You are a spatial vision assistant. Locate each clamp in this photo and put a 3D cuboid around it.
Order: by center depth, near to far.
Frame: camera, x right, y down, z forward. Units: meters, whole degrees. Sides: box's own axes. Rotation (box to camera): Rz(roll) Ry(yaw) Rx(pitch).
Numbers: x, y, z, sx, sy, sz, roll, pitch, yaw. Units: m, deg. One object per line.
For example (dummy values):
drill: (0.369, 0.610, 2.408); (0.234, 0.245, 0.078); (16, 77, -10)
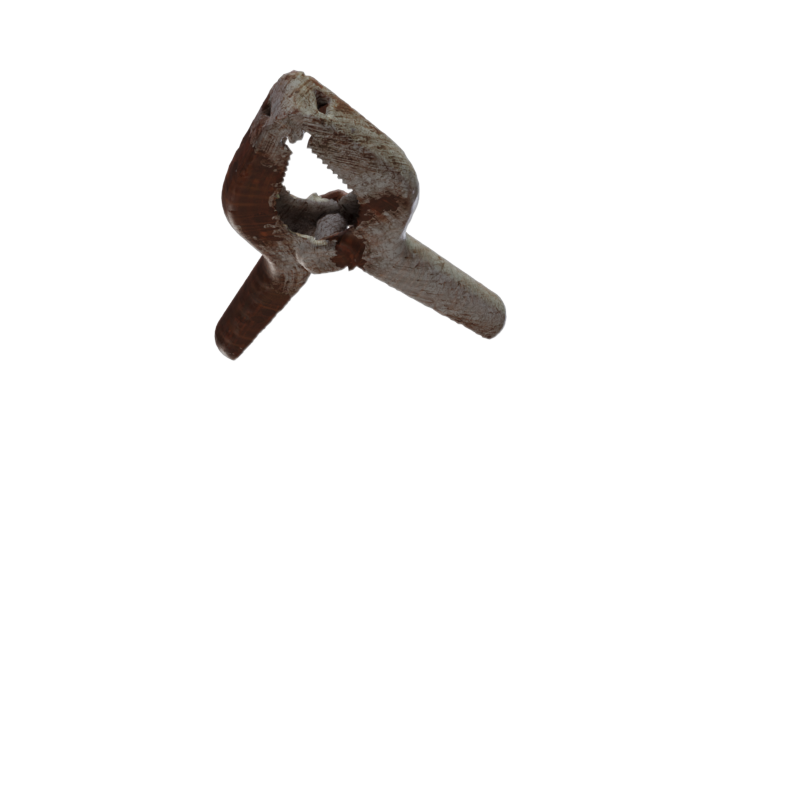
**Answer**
clamp: (-0.044, -0.080, 0.561); (0.166, 0.039, 0.194); (-8, -32, 13)
